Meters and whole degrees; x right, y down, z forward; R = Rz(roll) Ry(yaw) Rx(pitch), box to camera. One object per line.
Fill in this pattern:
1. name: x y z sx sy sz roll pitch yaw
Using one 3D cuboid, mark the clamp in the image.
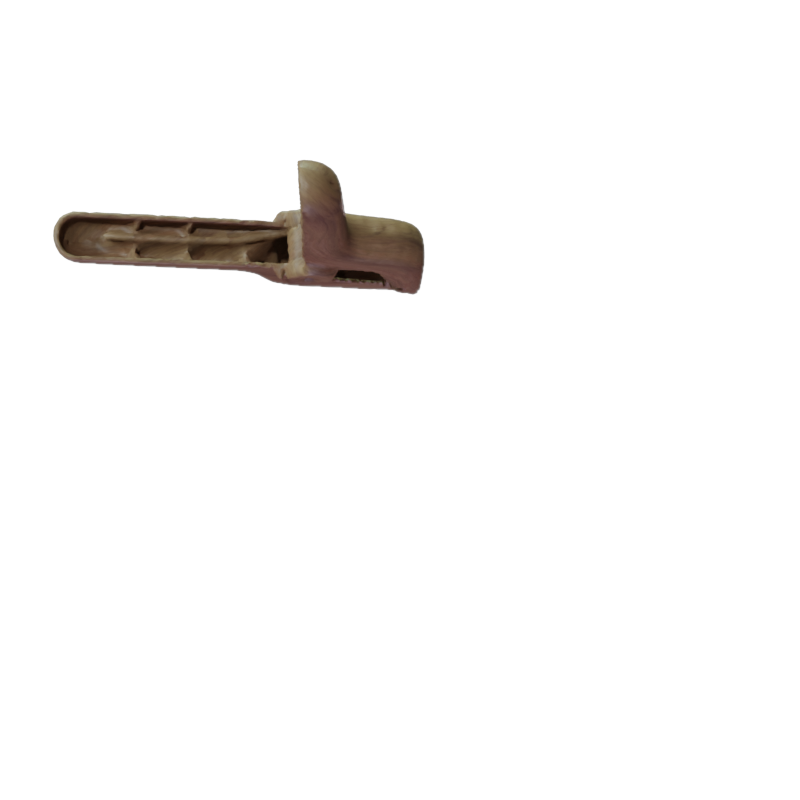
1. clamp: -0.044 -0.080 0.563 0.169 0.037 0.200 -3 -5 42
